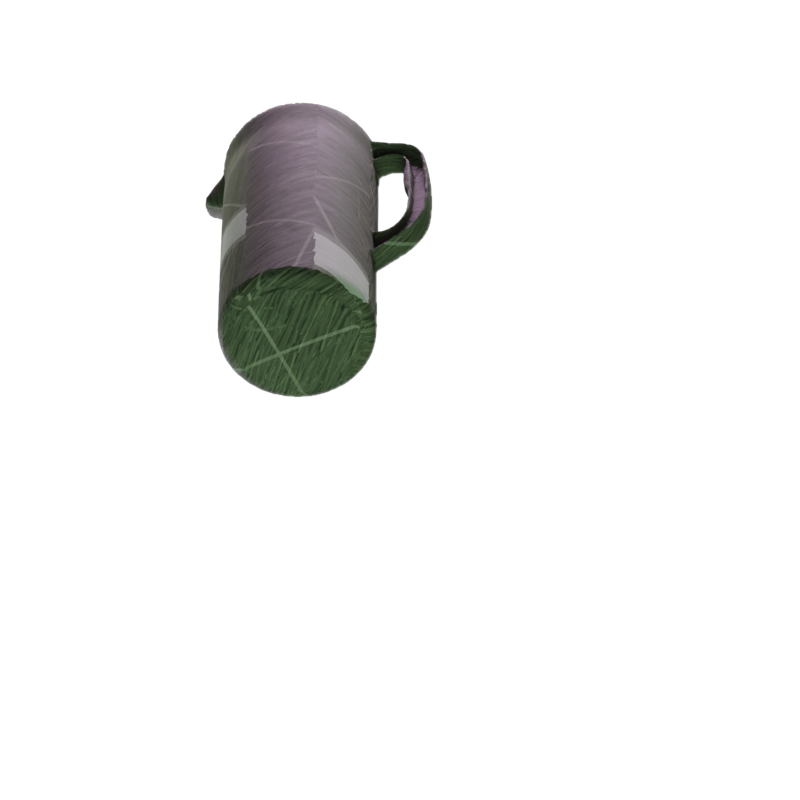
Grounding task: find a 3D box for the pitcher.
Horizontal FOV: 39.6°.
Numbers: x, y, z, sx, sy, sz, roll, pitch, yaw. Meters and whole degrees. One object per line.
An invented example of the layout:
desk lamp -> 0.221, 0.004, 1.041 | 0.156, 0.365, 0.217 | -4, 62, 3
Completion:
pitcher -> -0.066, -0.120, 0.840 | 0.139, 0.145, 0.260 | 25, 32, -20
